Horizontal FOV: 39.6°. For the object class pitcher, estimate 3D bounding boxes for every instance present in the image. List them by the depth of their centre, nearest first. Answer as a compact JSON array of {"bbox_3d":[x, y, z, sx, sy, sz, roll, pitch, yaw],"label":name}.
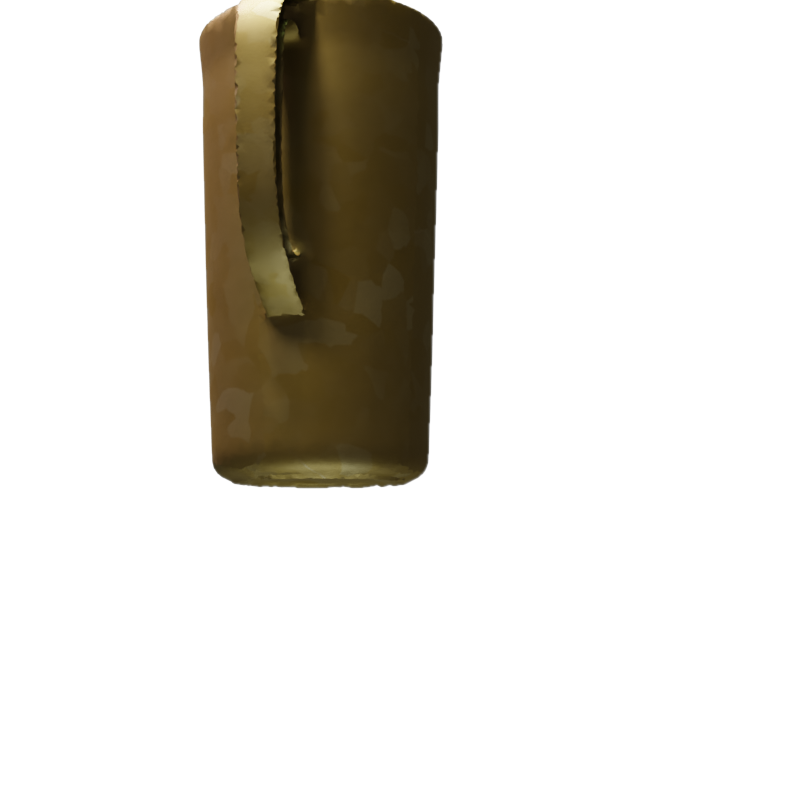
[{"bbox_3d":[-0.045,-0.082,0.571,0.143,0.252,0.146,7,-15,-31],"label":"pitcher"}]
